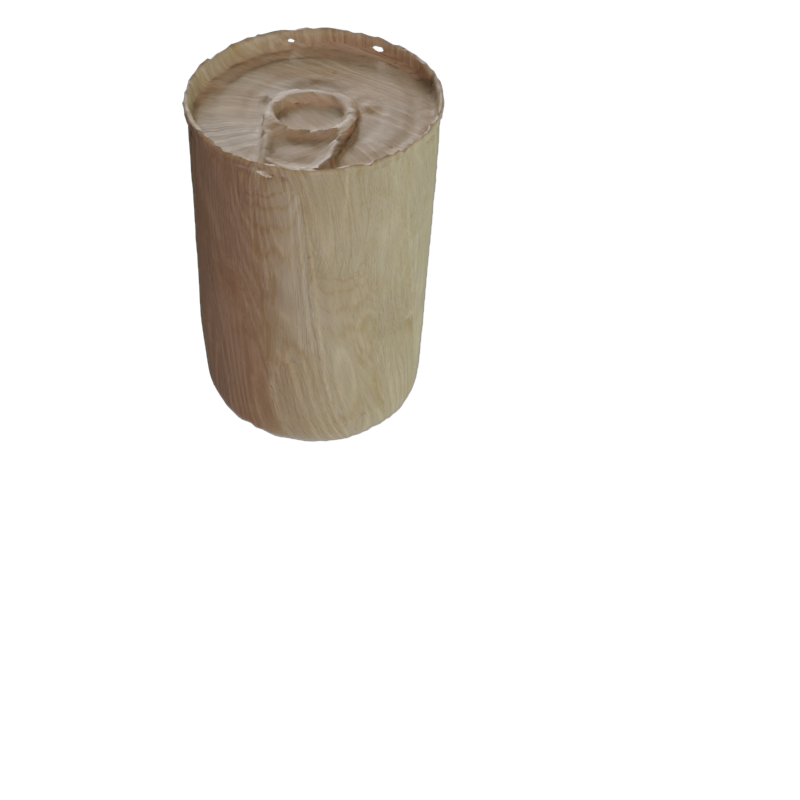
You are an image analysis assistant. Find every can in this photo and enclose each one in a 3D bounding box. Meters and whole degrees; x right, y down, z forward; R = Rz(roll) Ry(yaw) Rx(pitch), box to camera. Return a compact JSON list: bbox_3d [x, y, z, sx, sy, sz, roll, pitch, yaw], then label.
[{"bbox_3d":[-0.025,-0.046,0.320,0.068,0.095,0.074,0,44,-3],"label":"can"}]
